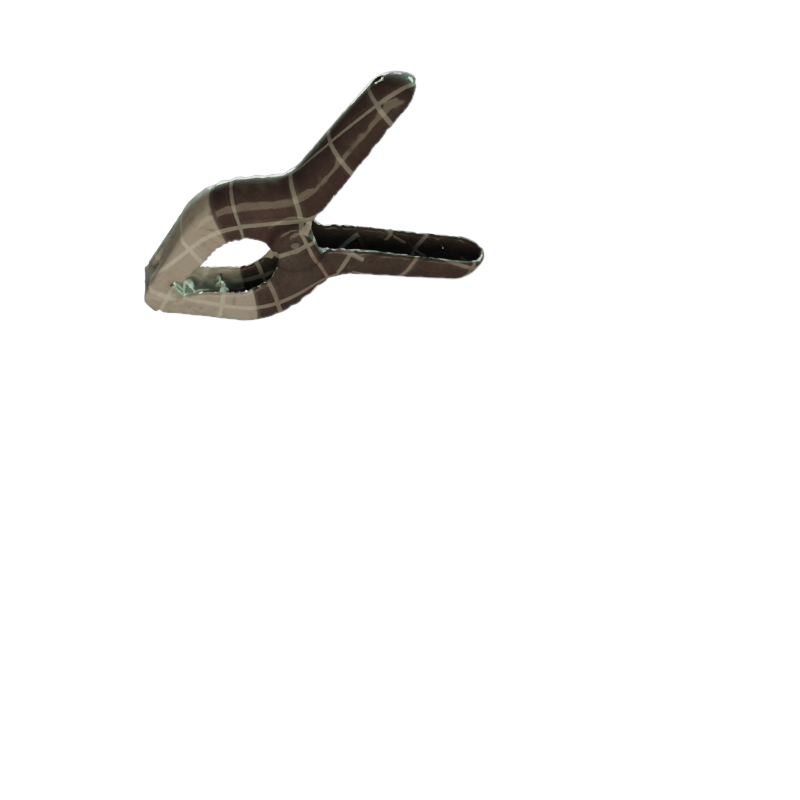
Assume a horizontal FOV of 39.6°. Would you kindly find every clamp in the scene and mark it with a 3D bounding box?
[{"bbox_3d":[-0.044,-0.080,0.558,0.172,0.113,0.042,-26,29,15],"label":"clamp"}]
